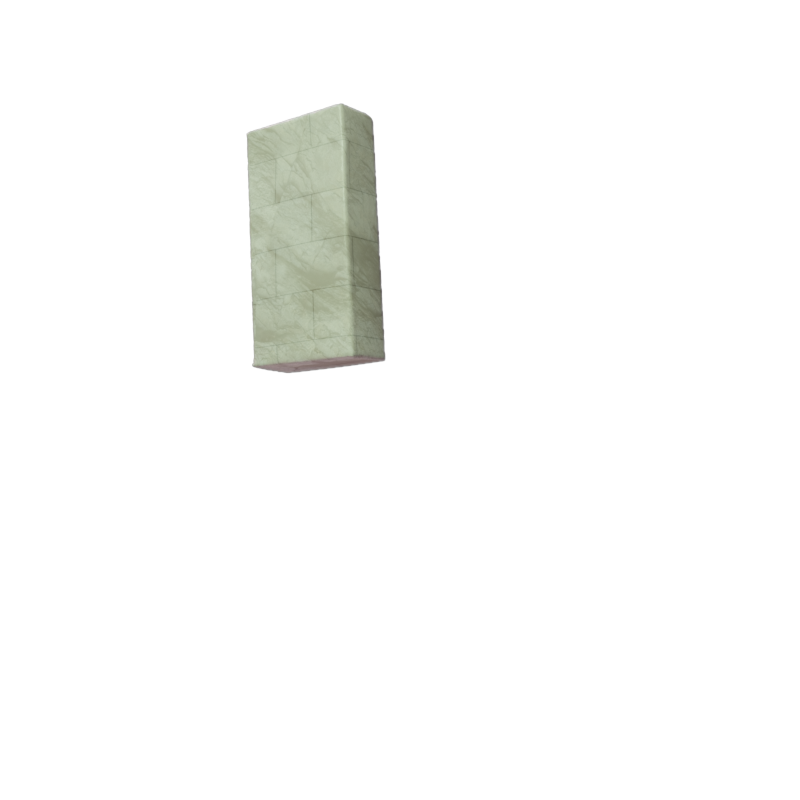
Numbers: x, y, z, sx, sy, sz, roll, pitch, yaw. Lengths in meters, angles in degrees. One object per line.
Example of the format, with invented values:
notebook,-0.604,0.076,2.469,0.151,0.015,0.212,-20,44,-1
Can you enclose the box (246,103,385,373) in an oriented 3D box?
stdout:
box,-0.061,-0.112,0.782,0.096,0.182,0.045,-10,-16,37
